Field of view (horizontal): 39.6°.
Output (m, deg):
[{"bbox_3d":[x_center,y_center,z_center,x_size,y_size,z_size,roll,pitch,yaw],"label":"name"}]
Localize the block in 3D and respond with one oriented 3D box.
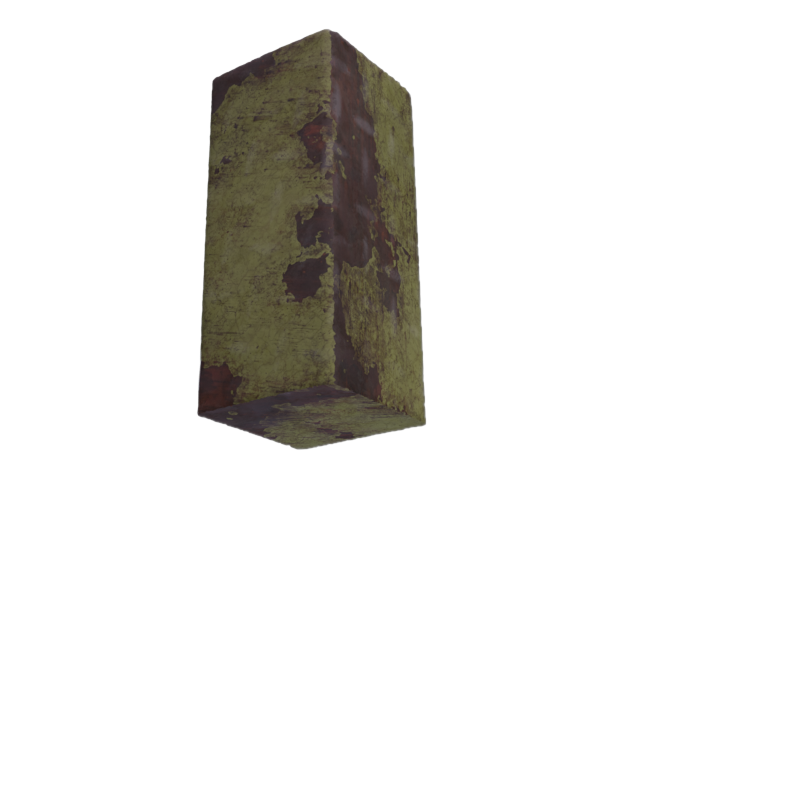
[{"bbox_3d":[-0.048,-0.089,0.623,0.091,0.218,0.085,-17,-27,31],"label":"block"}]
